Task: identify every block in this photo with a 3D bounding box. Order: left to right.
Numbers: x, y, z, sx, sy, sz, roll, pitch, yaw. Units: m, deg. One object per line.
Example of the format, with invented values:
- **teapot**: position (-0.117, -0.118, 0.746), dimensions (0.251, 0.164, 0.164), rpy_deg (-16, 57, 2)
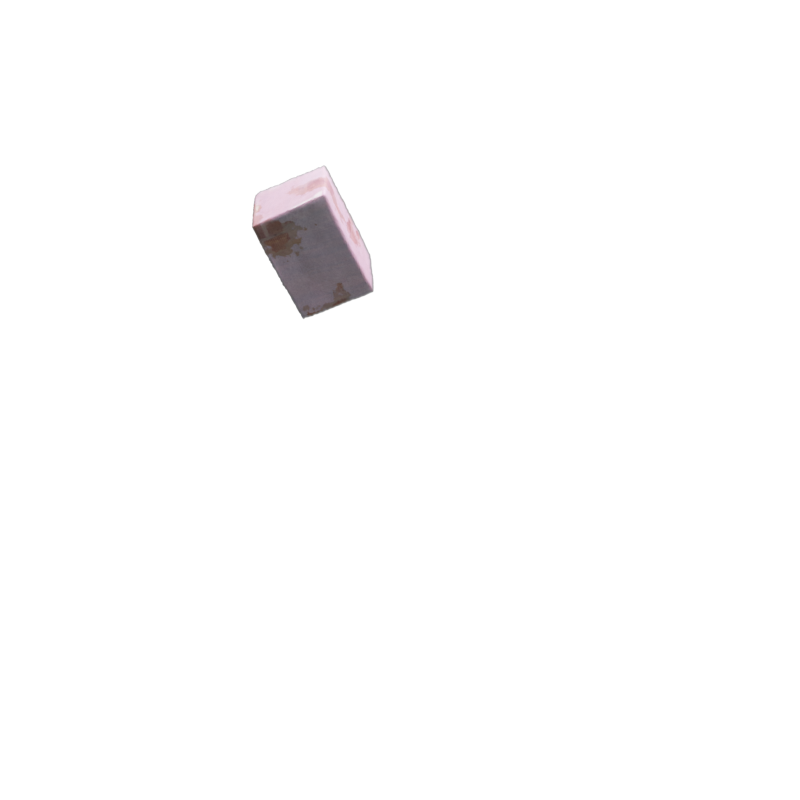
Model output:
- **block**: position (-0.056, -0.103, 0.722), dimensions (0.053, 0.073, 0.054), rpy_deg (-21, 29, 10)
